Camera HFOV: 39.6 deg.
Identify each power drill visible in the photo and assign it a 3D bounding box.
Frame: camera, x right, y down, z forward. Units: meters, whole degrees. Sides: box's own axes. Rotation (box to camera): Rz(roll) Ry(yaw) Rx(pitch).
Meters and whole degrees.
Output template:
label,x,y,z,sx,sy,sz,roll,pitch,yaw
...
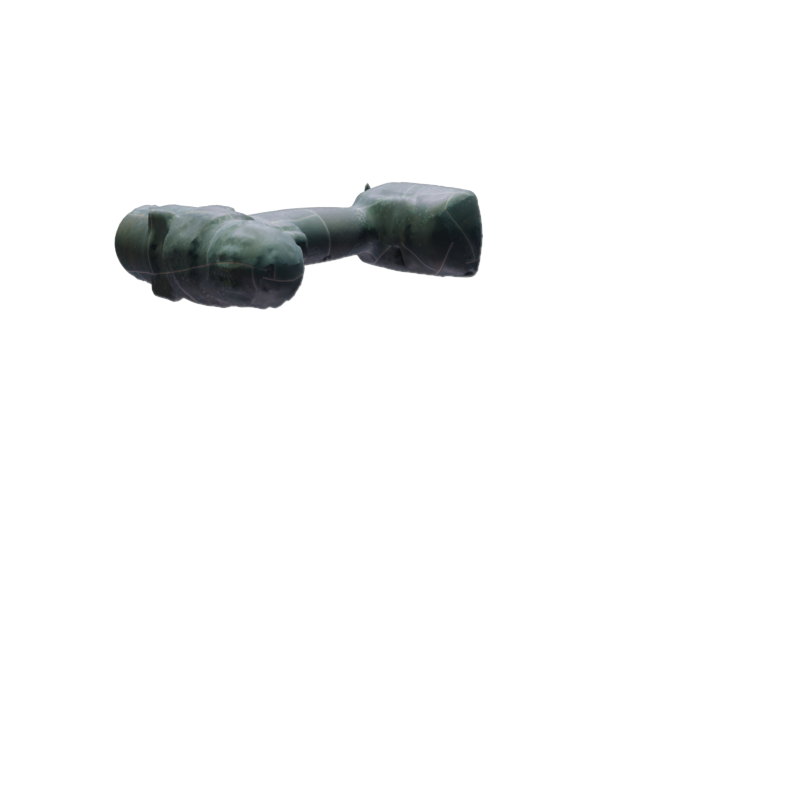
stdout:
label,x,y,z,sx,sy,sz,roll,pitch,yaw
power drill,-0.049,-0.089,0.626,0.182,0.056,0.194,-9,17,-31
